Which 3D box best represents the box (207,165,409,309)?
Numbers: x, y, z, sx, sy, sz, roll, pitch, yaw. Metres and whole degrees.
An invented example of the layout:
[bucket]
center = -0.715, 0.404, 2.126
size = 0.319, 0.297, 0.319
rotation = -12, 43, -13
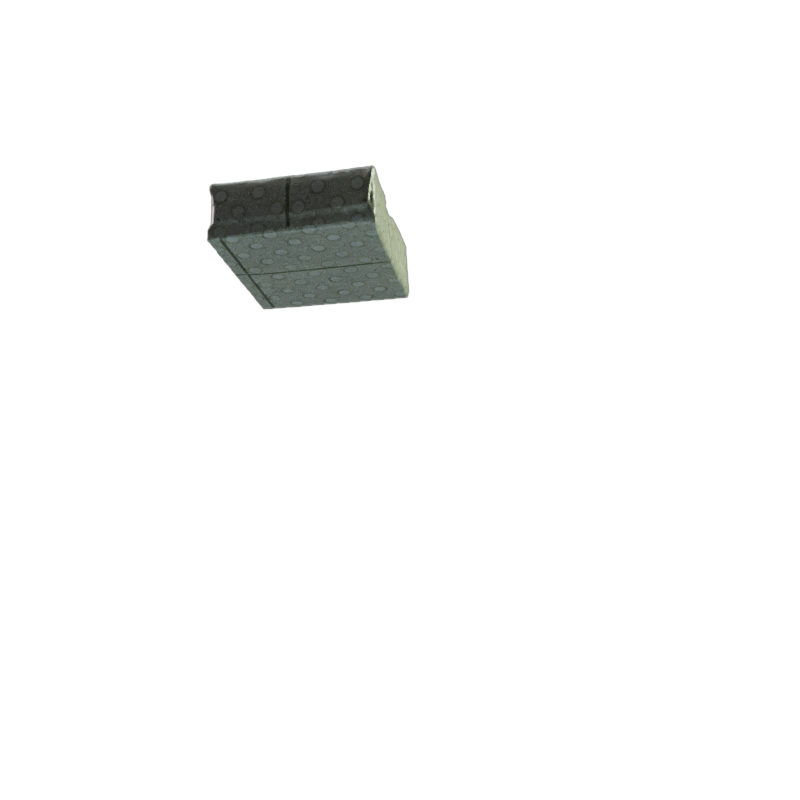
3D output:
[box]
center = -0.039, -0.072, 0.501
size = 0.074, 0.032, 0.084
rotation = -4, -19, 11
